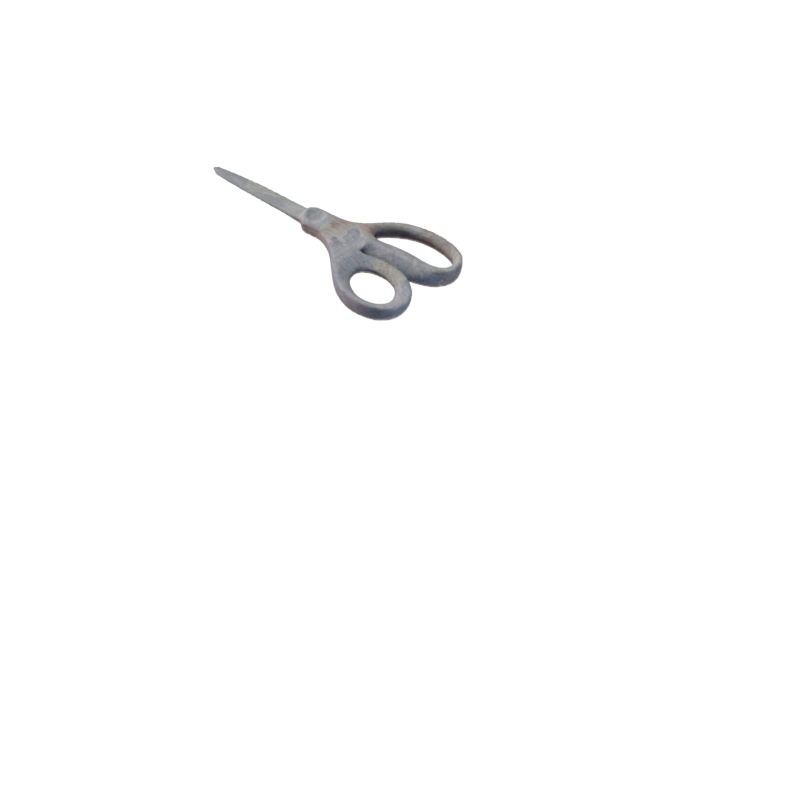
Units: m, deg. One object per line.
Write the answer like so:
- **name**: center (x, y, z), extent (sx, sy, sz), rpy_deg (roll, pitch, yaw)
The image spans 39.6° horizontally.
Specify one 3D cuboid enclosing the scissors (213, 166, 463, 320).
- **scissors**: center (-0.059, -0.108, 0.755), extent (0.209, 0.015, 0.100), rpy_deg (18, 48, 17)
